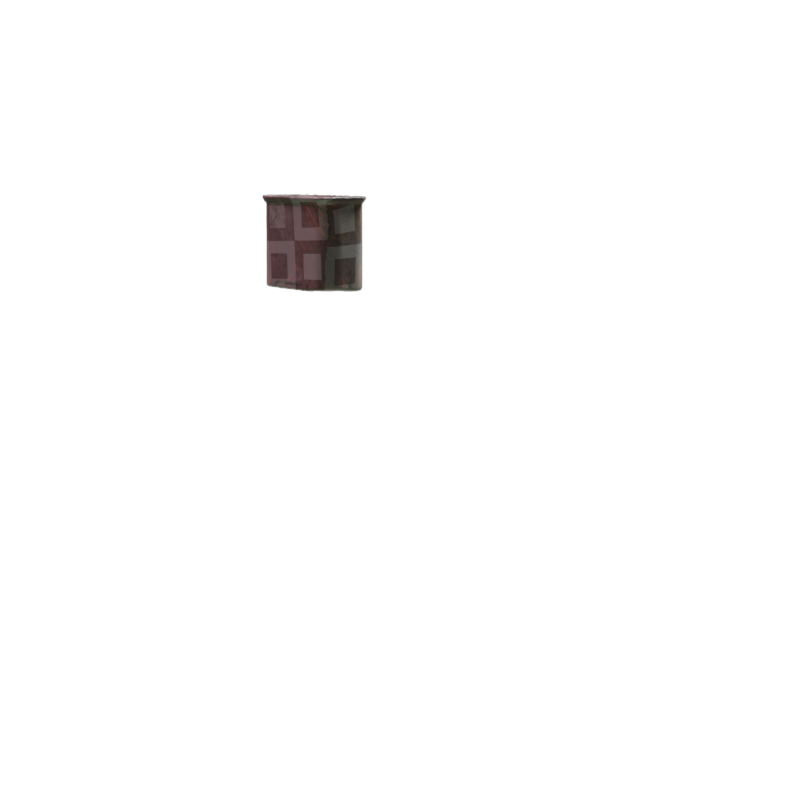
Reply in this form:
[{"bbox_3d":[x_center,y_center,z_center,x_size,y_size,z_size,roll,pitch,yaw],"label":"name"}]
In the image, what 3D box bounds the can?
[{"bbox_3d":[-0.078,-0.143,0.999,0.056,0.083,0.107,-5,10,-42],"label":"can"}]
